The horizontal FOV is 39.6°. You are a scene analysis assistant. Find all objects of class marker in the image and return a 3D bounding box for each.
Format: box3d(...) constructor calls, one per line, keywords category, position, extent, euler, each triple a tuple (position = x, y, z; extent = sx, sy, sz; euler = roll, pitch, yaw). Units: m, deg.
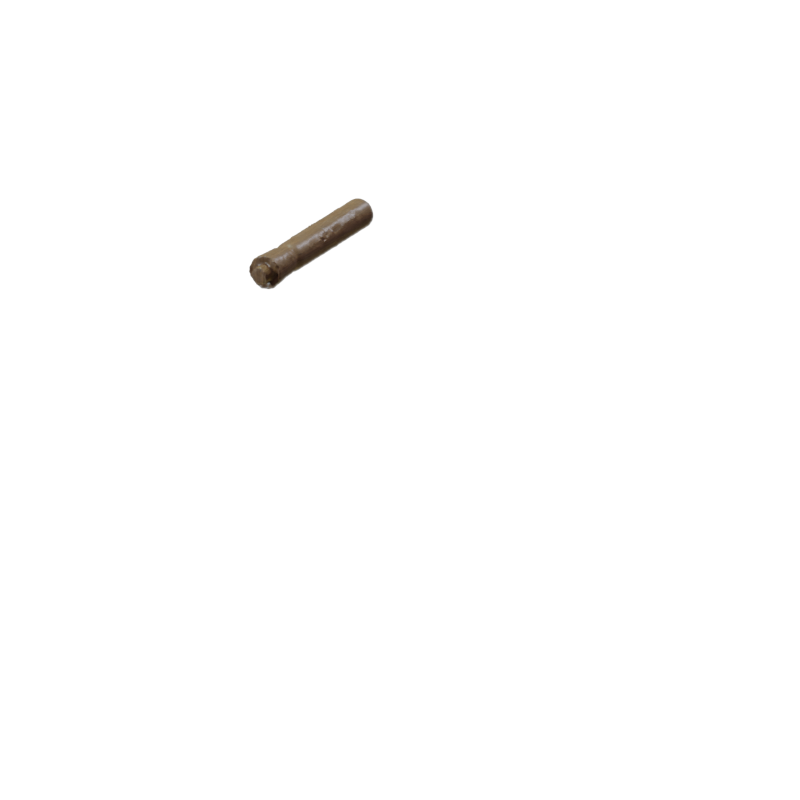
box3d(category="marker", position=(-0.049, -0.090, 0.627), extent=(0.020, 0.019, 0.122), euler=(1, 25, 26))
